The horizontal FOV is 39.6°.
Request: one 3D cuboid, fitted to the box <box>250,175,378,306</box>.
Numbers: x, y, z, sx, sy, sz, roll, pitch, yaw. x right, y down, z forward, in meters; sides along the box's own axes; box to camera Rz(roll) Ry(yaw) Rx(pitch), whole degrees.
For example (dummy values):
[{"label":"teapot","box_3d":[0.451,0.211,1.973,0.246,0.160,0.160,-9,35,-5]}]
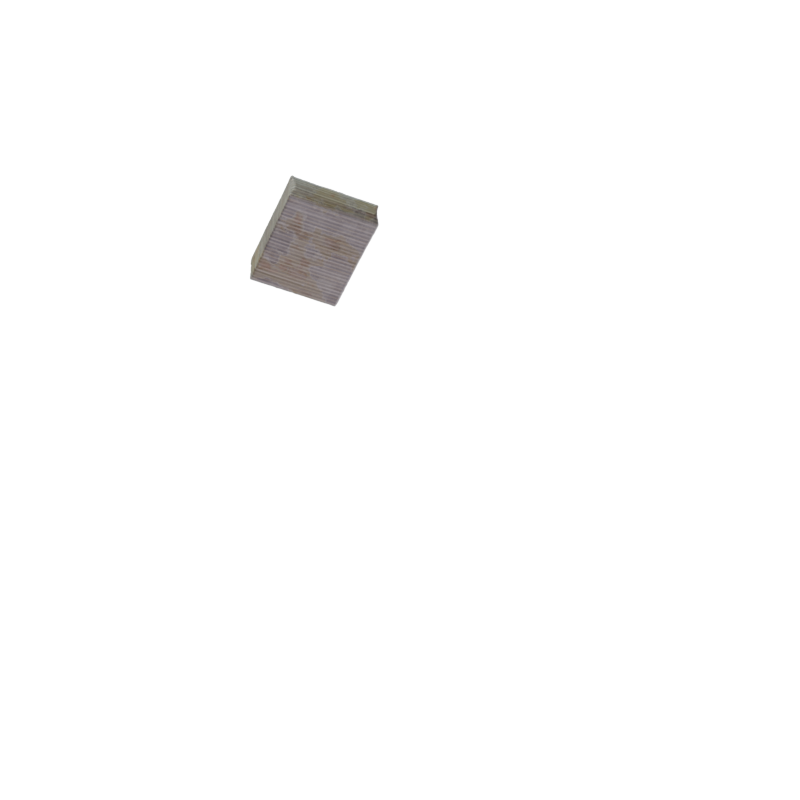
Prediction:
[{"label":"box","box_3d":[-0.067,-0.122,0.853,0.071,0.086,0.032,18,36,-15]}]
